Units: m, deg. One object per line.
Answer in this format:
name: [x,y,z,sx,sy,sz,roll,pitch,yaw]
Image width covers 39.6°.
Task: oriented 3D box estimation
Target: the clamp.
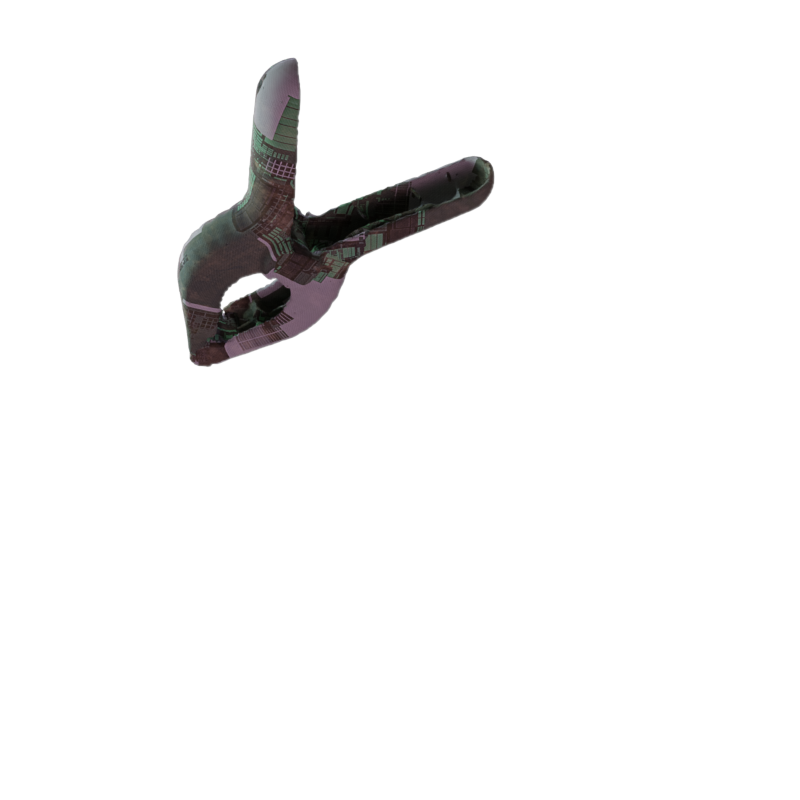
clamp: [-0.040,-0.073,0.515,0.116,0.042,0.166,21,-47,-21]
